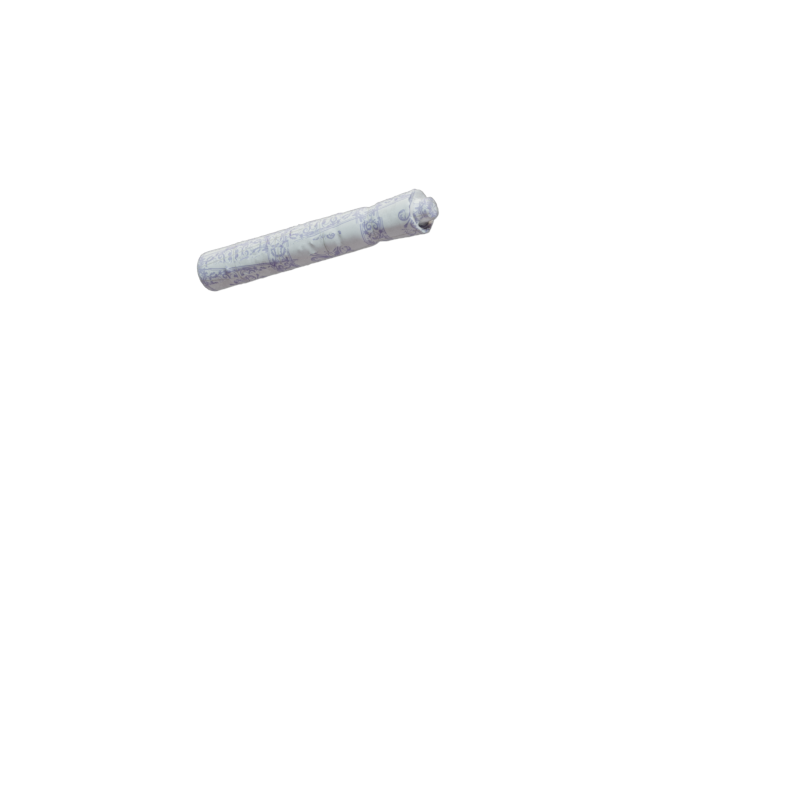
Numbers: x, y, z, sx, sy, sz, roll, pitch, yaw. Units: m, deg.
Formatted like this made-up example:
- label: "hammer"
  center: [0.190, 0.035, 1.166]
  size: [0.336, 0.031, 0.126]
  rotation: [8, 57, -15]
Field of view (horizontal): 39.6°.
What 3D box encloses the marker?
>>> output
- label: "marker"
  center: [-0.037, -0.068, 0.476]
  size: [0.123, 0.020, 0.019]
  rotation: [-10, -2, 34]
